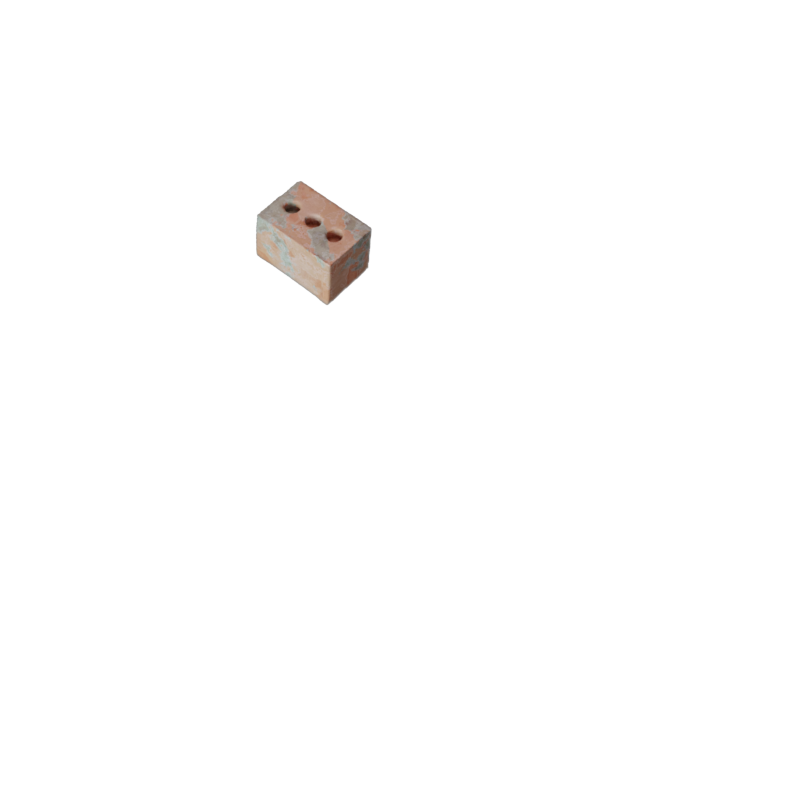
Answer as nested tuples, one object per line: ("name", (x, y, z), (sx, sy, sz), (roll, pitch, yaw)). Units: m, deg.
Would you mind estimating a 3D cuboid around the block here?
("block", (-0.068, -0.124, 0.870), (0.082, 0.053, 0.048), (35, -30, 22))
